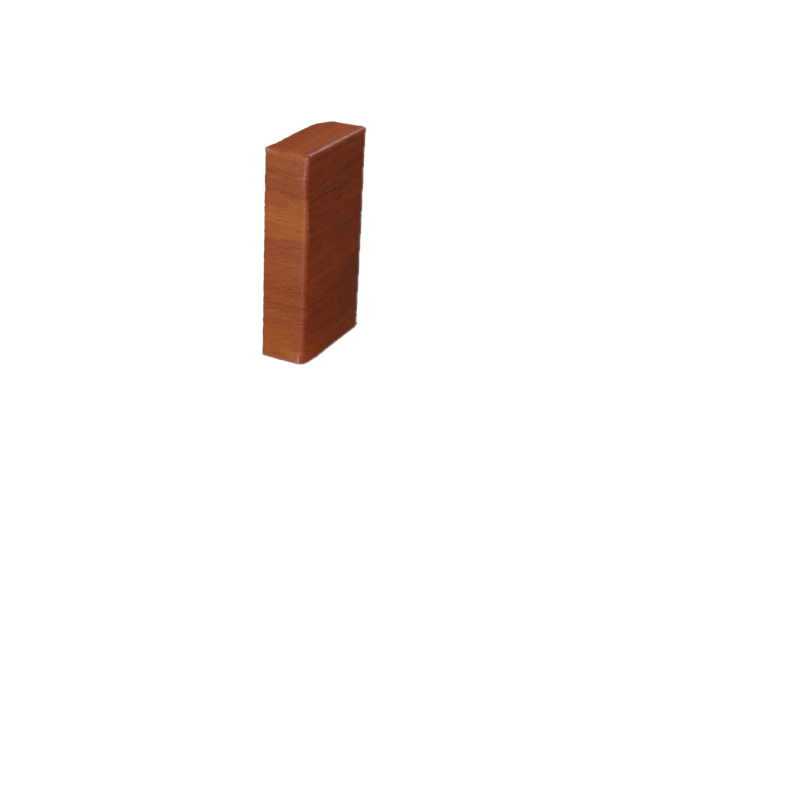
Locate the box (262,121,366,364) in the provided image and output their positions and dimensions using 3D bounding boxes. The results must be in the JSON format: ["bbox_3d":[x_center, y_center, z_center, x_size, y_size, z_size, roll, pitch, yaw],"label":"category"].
[{"bbox_3d":[-0.069,-0.126,0.879,0.050,0.168,0.094,12,26,24],"label":"box"}]
